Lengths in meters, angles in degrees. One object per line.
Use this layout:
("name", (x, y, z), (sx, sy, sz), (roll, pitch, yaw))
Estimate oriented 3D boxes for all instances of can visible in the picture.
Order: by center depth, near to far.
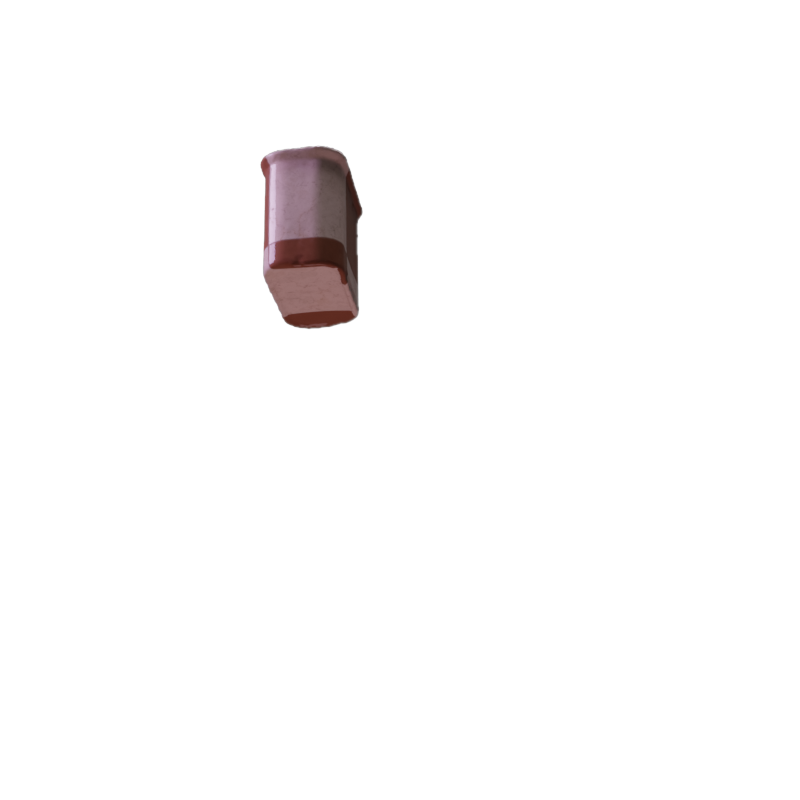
("can", (-0.057, -0.104, 0.732), (0.058, 0.089, 0.095), (-5, -24, 7))
